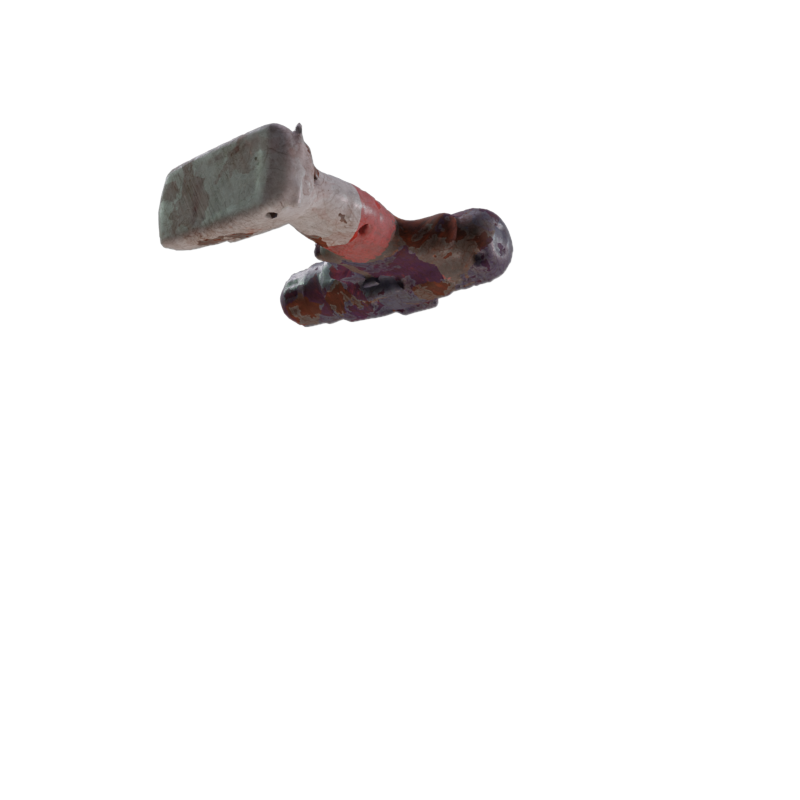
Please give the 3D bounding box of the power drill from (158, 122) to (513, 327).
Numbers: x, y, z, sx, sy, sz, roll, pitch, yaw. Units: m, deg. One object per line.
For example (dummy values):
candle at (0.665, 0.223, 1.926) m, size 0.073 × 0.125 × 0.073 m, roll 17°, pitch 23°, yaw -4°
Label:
power drill at (-0.053, -0.097, 0.682) m, size 0.187 × 0.060 × 0.176 m, roll -15°, pitch -22°, yaw 40°
